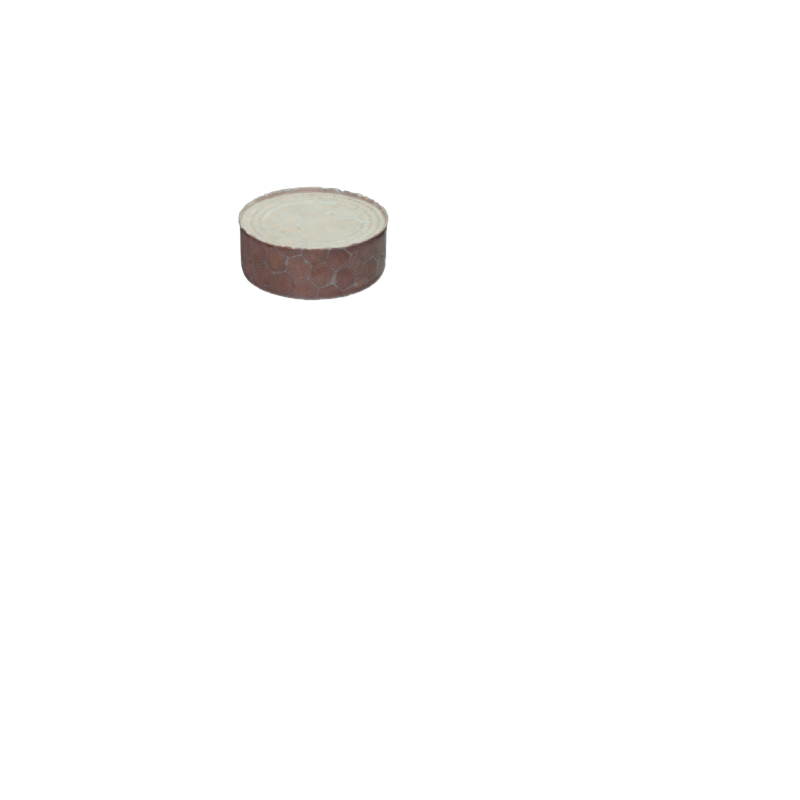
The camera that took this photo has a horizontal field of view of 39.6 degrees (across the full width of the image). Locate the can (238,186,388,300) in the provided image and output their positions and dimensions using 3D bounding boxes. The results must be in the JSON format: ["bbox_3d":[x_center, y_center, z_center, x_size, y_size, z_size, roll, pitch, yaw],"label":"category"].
[{"bbox_3d":[-0.050,-0.091,0.639,0.086,0.032,0.091,-1,31,-2],"label":"can"}]
